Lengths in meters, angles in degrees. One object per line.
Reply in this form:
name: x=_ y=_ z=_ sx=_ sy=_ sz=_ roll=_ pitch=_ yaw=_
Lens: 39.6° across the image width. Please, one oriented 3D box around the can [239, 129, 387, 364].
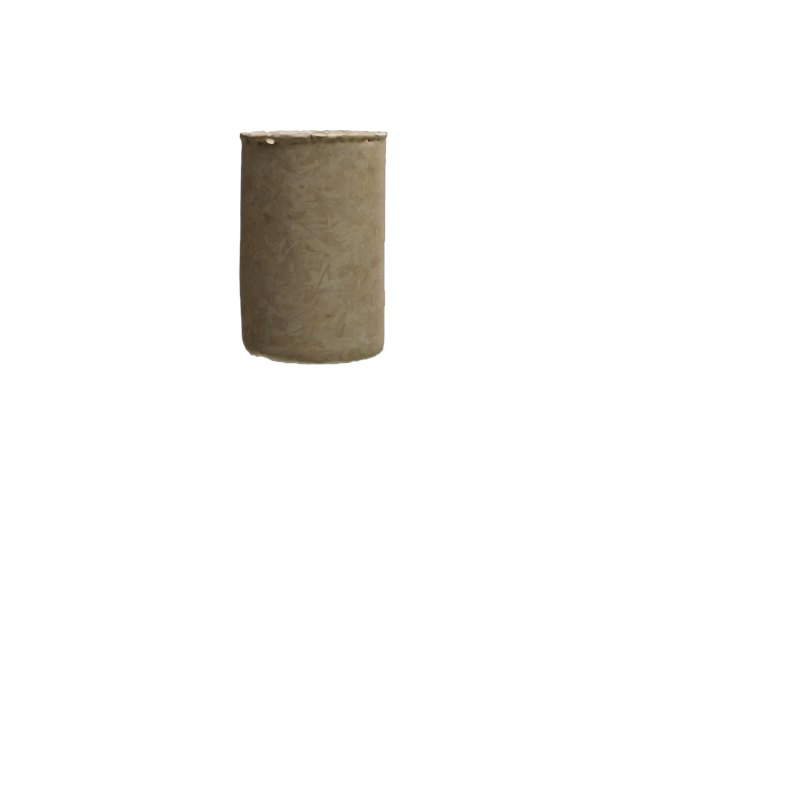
can: x=-0.040 y=-0.073 z=0.514 sx=0.068 sy=0.100 sz=0.070 roll=0 pitch=9 yaw=-2
